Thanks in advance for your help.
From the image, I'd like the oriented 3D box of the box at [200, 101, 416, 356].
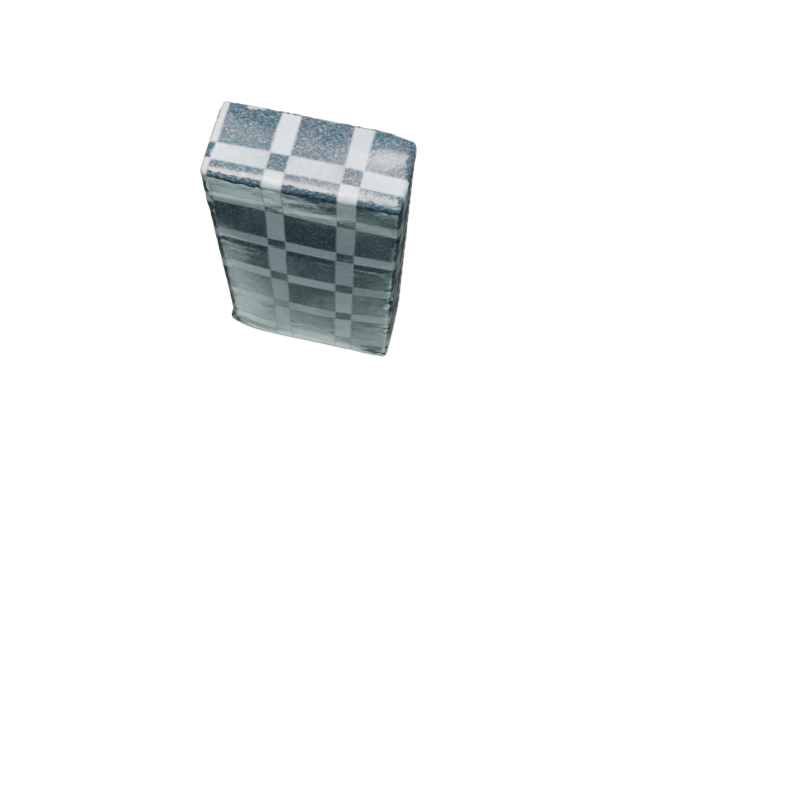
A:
[{"bbox_3d":[-0.044,-0.081,0.564,0.094,0.050,0.167,14,-22,2],"label":"box"}]
